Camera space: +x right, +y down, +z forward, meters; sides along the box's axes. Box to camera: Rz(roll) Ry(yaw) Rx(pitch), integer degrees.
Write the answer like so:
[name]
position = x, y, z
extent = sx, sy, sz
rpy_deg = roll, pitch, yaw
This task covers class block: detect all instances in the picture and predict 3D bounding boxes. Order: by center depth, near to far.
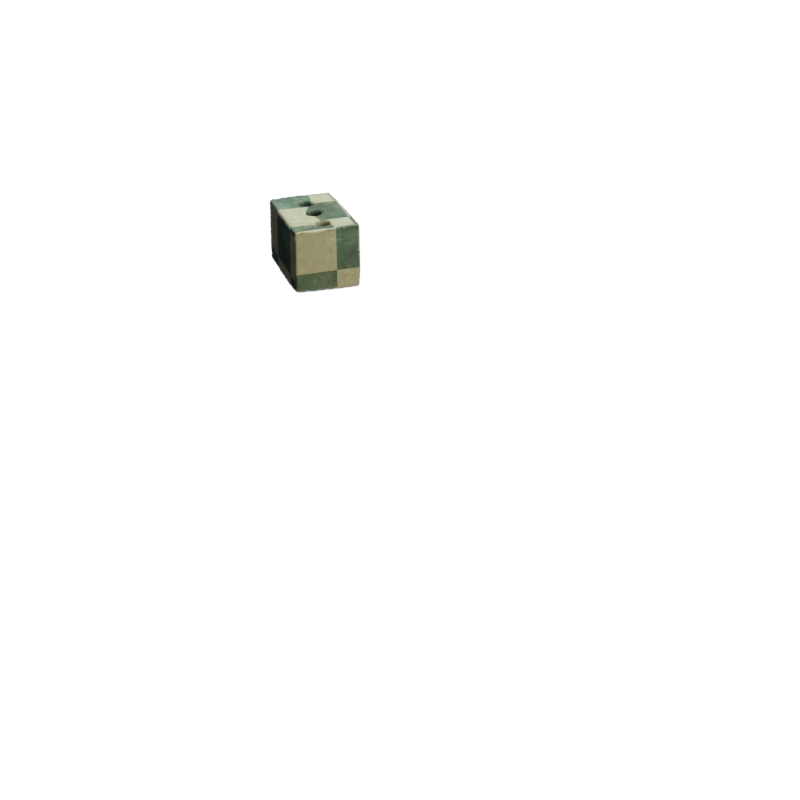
[block]
position = -0.069, -0.125, 0.878
extent = 0.052, 0.048, 0.084
rpy_deg = -9, 29, -18
